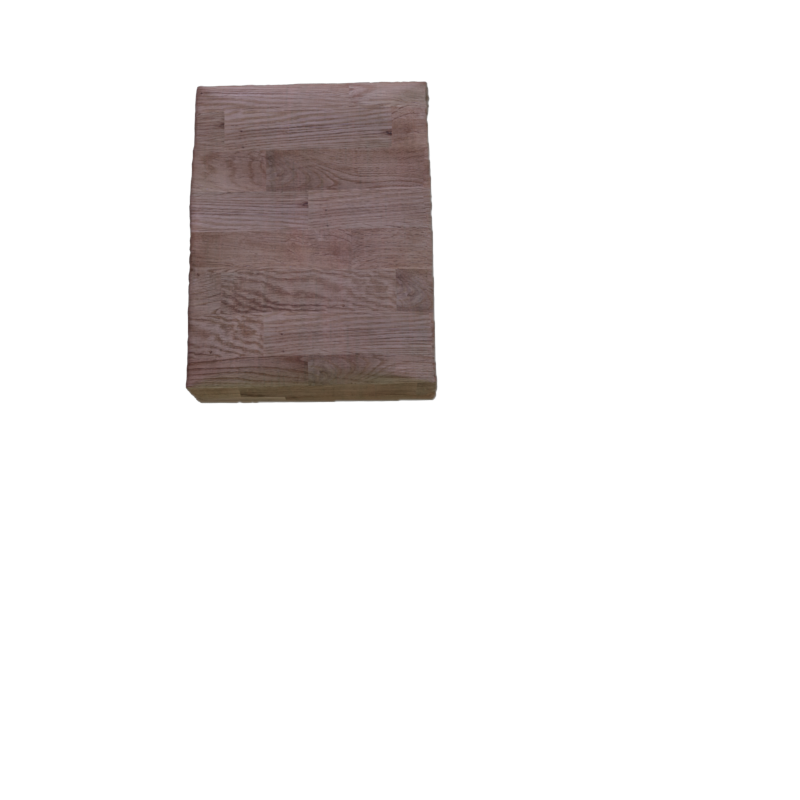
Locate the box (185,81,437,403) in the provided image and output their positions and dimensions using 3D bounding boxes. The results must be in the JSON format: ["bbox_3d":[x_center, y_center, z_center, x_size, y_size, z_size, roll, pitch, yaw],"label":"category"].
[{"bbox_3d":[-0.059,-0.108,0.757,0.164,0.222,0.069,-1,-15,2],"label":"box"}]
